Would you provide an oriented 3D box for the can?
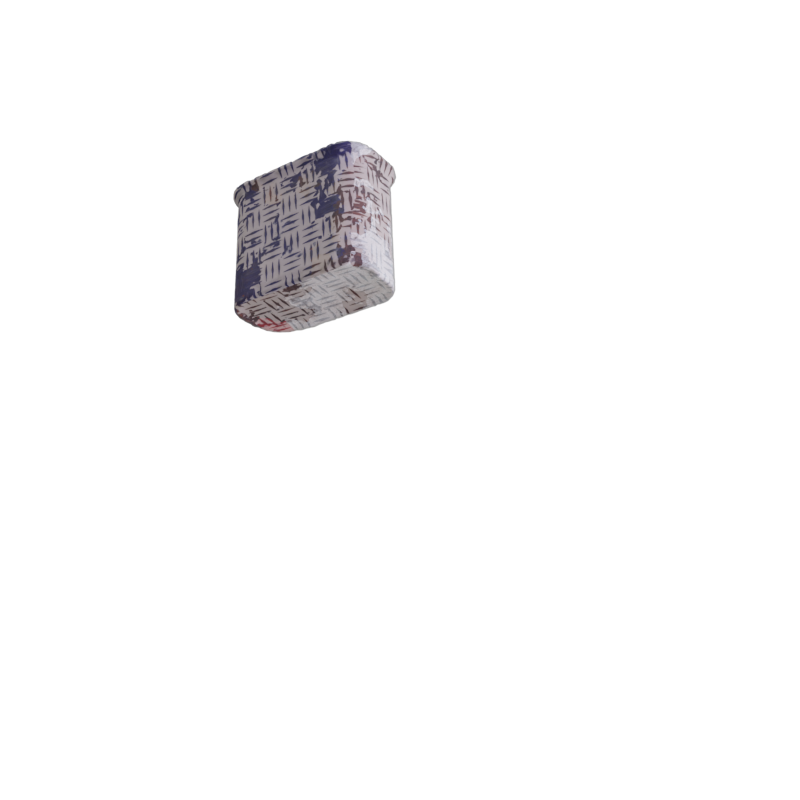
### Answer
[{"bbox_3d":[-0.052,-0.095,0.664,0.103,0.089,0.053,-18,-34,29],"label":"can"}]
